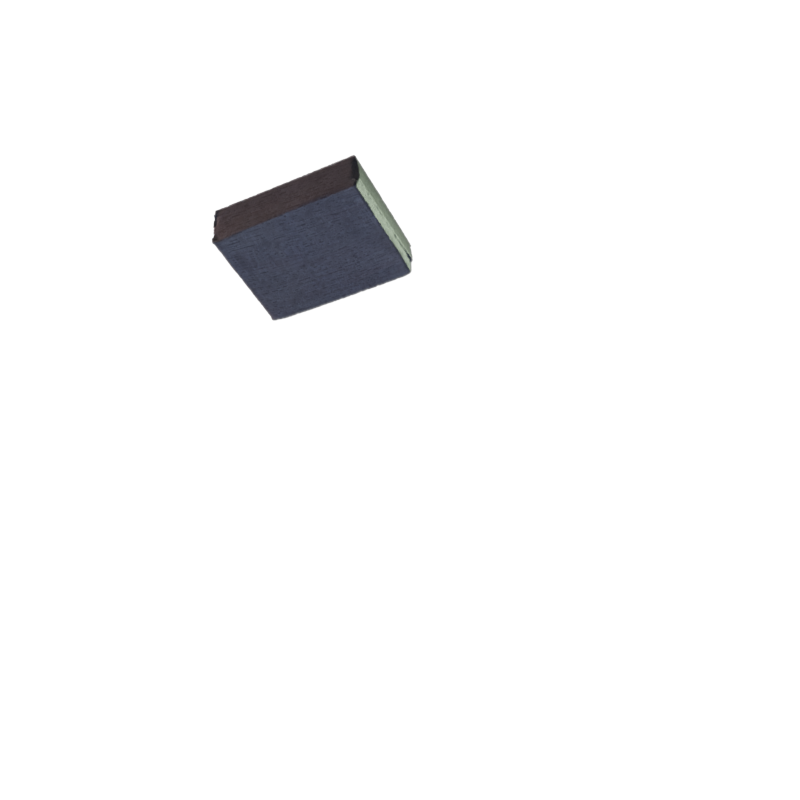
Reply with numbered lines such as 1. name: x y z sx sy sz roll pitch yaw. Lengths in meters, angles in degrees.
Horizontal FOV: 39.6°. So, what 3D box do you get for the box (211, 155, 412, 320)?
1. box: -0.060 -0.110 0.770 0.114 0.042 0.083 -20 -49 17
